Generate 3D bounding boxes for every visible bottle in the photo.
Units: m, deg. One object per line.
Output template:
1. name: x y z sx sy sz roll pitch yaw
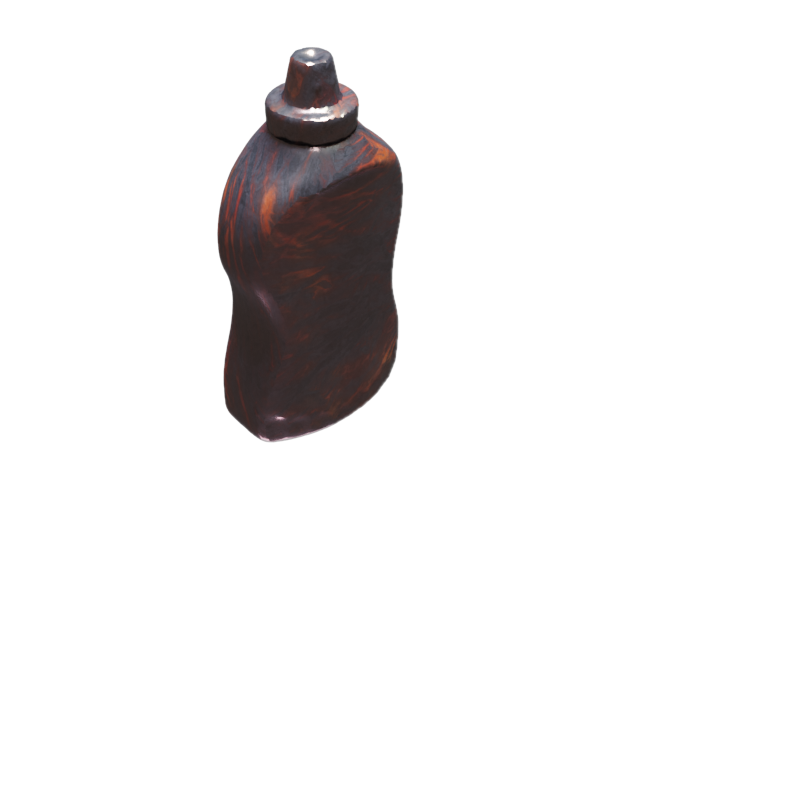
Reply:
1. bottle: -0.041 -0.075 0.522 0.096 0.179 0.063 -28 48 -33
